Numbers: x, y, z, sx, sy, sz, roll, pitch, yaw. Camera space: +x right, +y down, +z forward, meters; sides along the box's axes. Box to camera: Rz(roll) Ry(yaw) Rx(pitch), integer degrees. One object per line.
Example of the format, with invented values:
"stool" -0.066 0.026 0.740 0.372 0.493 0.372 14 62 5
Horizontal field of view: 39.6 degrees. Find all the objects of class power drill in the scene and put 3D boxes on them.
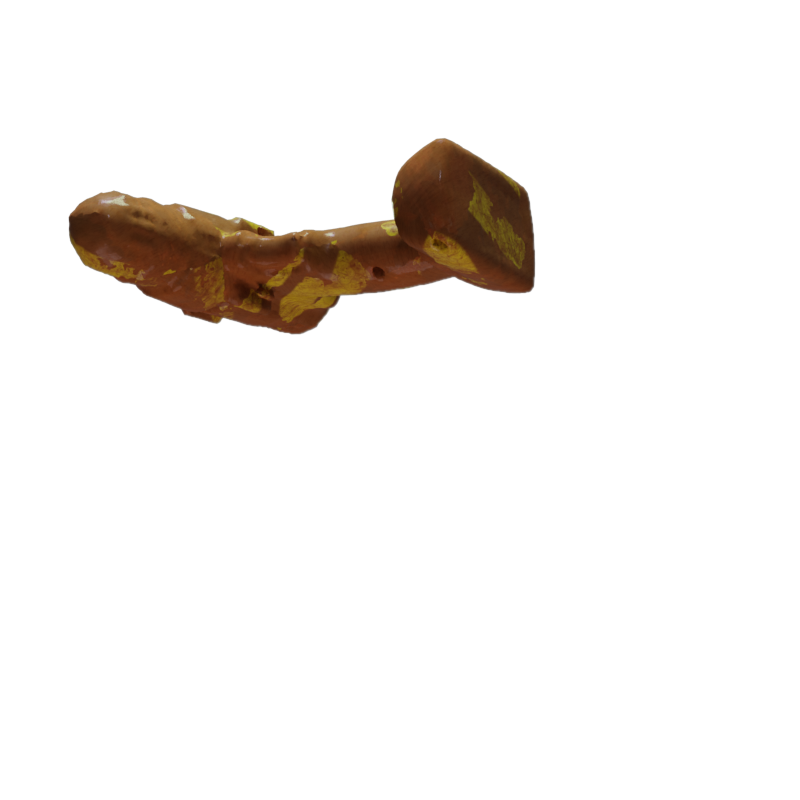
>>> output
"power drill" -0.043 -0.078 0.549 0.193 0.059 0.175 -5 -9 33
